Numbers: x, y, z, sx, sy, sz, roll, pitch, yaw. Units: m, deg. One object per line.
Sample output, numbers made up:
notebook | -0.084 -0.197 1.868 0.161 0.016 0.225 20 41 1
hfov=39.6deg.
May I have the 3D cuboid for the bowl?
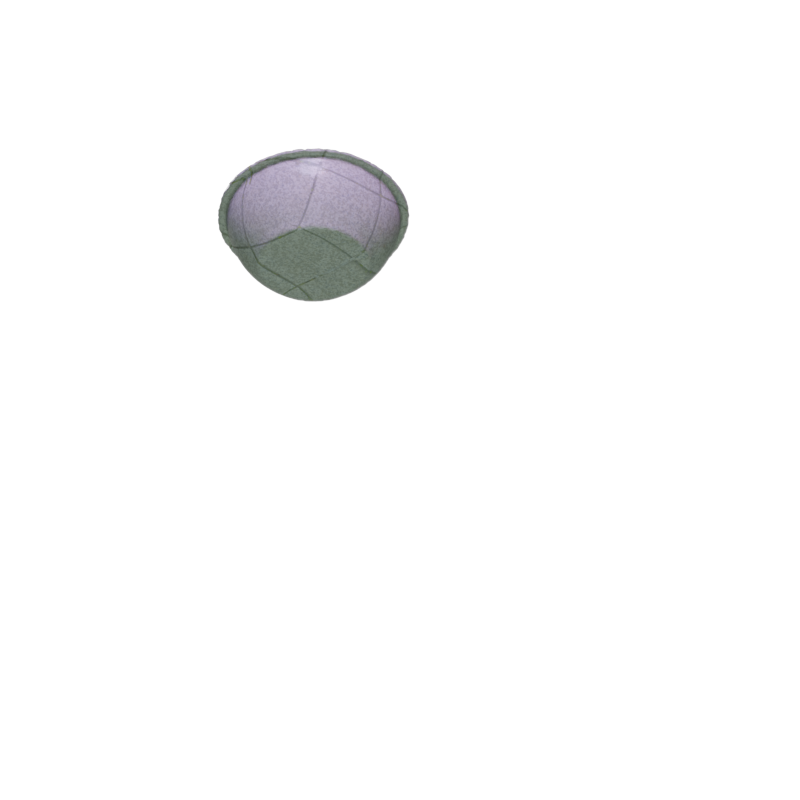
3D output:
bowl | -0.072 -0.131 0.920 0.162 0.059 0.151 1 -39 -1
